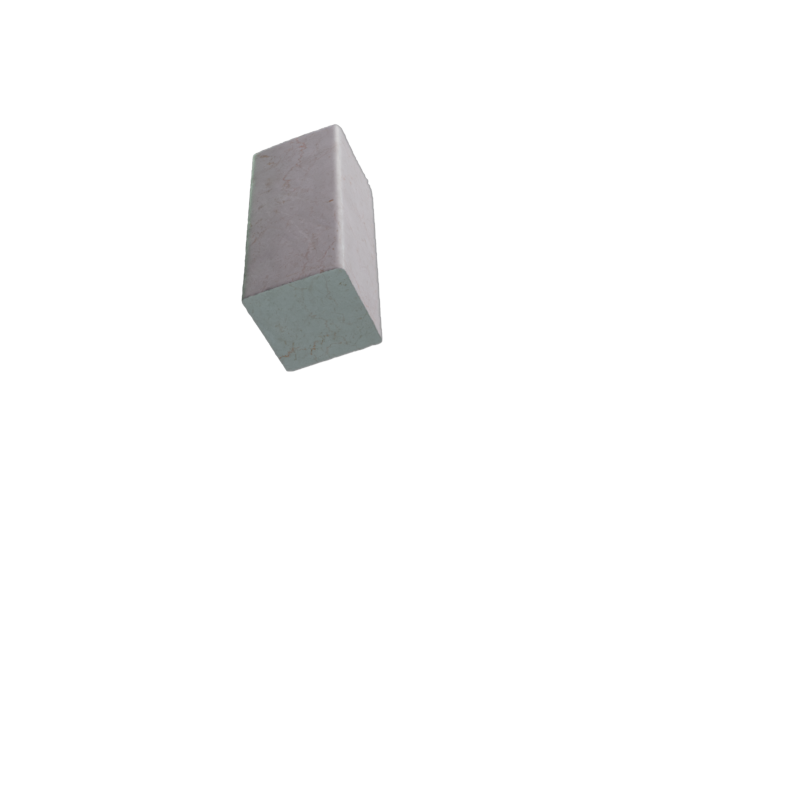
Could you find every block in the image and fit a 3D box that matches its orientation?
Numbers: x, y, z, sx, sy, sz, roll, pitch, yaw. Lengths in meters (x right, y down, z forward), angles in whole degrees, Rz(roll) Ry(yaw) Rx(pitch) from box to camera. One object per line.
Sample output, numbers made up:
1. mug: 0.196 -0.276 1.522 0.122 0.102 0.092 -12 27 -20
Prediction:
1. block: -0.075 -0.139 0.969 0.091 0.221 0.084 -18 -49 13
